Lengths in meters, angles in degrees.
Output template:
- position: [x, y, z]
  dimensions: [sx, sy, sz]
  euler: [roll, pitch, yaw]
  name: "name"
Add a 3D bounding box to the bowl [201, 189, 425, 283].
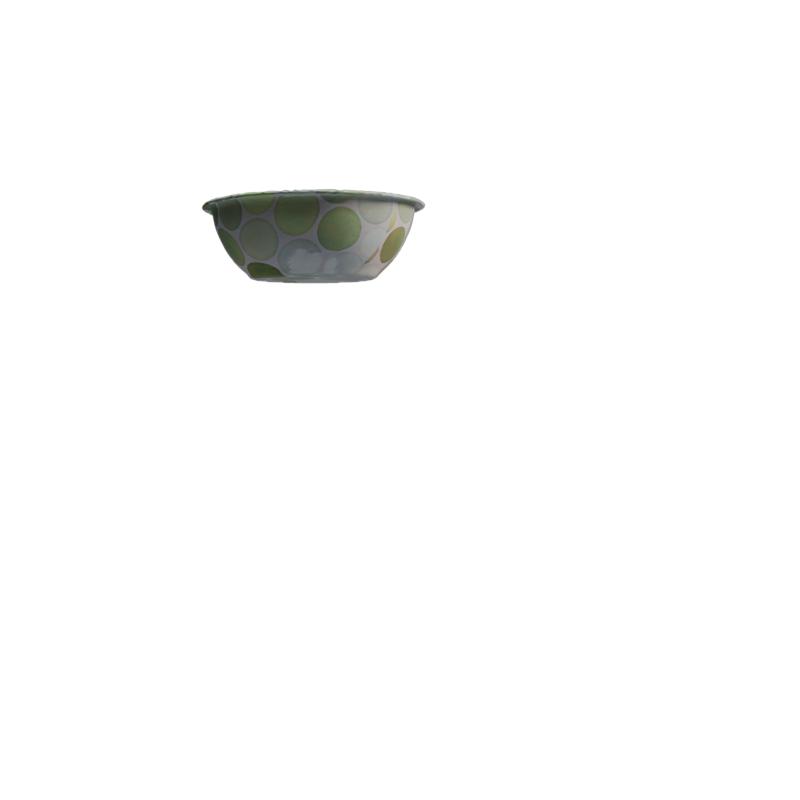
- position: [-0.063, -0.115, 0.803]
  dimensions: [0.162, 0.055, 0.162]
  euler: [0, 1, -2]
  name: "bowl"
